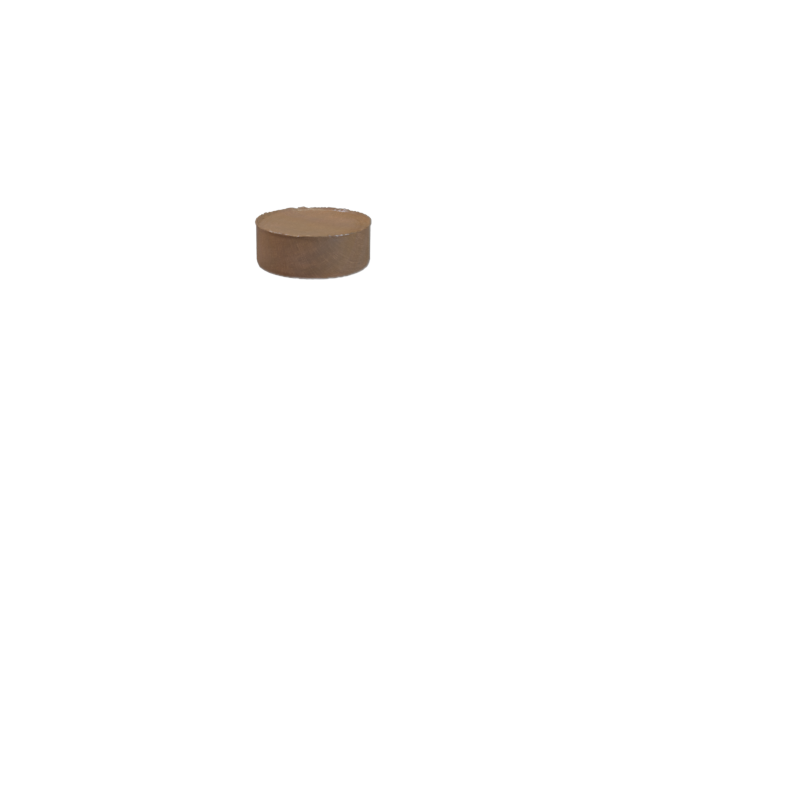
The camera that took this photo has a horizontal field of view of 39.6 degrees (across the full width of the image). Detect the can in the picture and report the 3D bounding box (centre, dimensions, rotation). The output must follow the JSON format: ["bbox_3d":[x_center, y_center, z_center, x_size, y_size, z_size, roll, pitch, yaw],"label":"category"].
[{"bbox_3d":[-0.064,-0.117,0.818,0.086,0.032,0.090,-1,22,-2],"label":"can"}]
